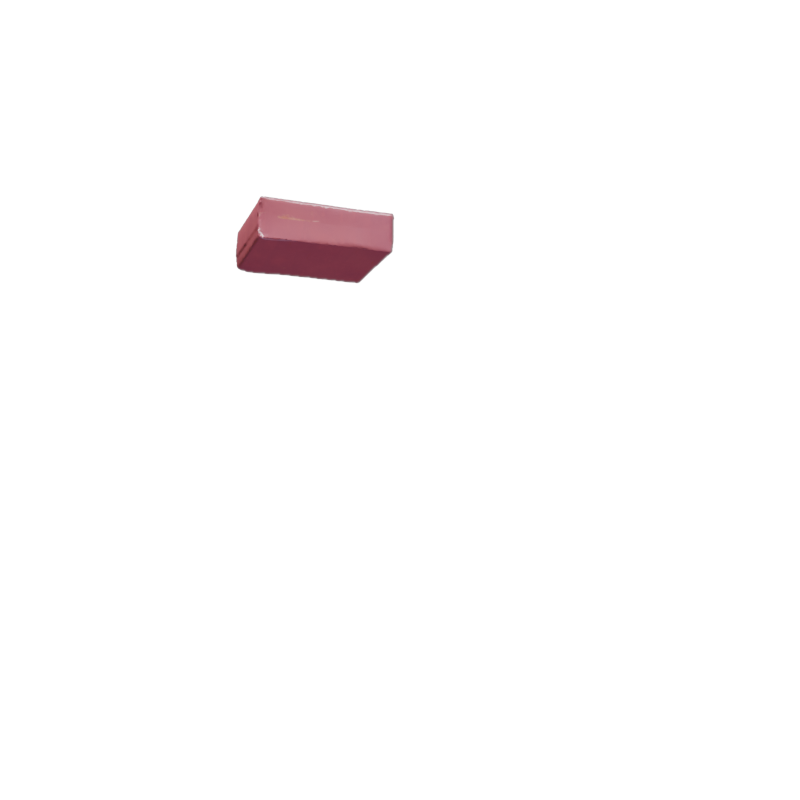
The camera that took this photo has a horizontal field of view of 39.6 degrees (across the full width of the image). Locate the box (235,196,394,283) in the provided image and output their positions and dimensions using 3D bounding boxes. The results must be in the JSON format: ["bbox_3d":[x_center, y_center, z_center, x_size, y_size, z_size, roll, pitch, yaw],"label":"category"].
[{"bbox_3d":[-0.071,-0.130,0.909,0.111,0.040,0.088,4,-14,-17],"label":"box"}]
